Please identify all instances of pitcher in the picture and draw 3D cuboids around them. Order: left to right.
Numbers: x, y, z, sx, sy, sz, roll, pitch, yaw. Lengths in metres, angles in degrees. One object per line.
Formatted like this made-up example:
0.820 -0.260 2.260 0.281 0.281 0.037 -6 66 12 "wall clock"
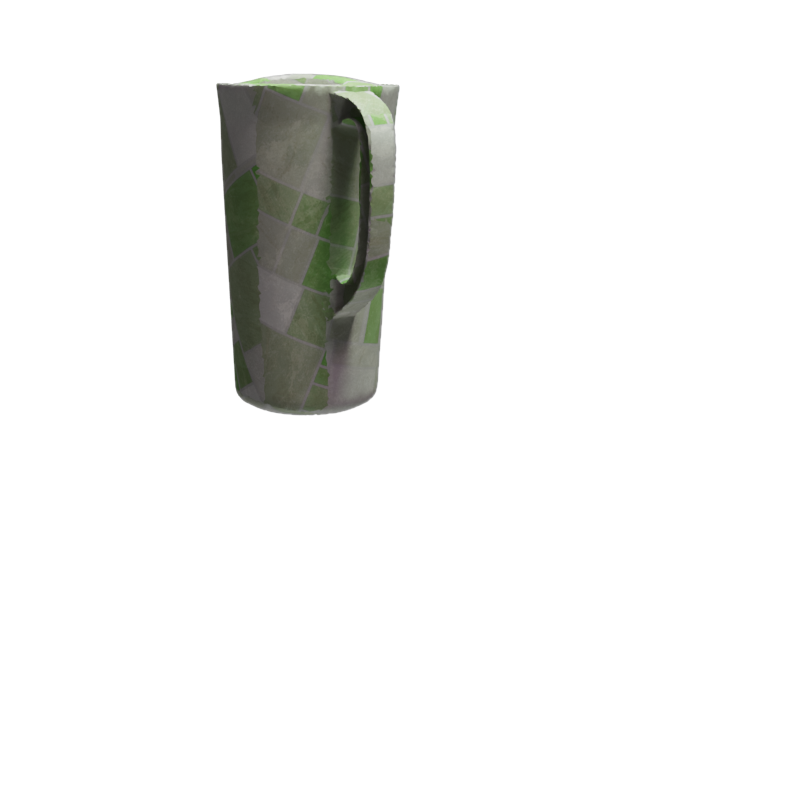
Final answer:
-0.064 -0.116 0.812 0.148 0.238 0.150 3 11 13 "pitcher"
